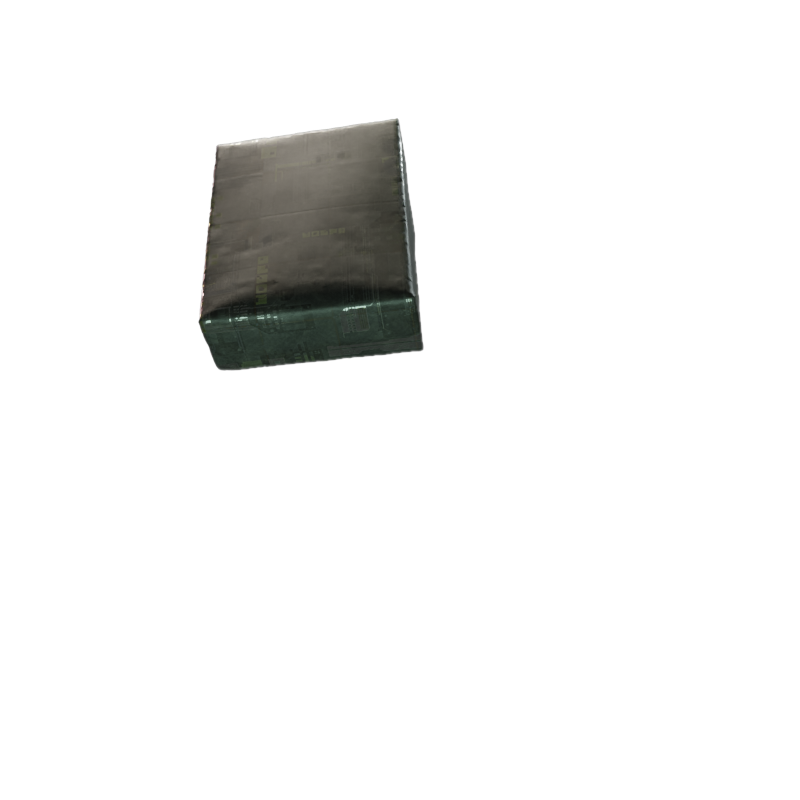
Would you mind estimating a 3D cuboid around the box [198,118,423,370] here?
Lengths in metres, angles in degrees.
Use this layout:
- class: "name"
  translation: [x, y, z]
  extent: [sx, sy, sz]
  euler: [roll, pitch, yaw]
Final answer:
- class: "box"
  translation: [-0.071, -0.129, 0.907]
  extent: [0.165, 0.230, 0.066]
  euler: [-8, -43, 5]
